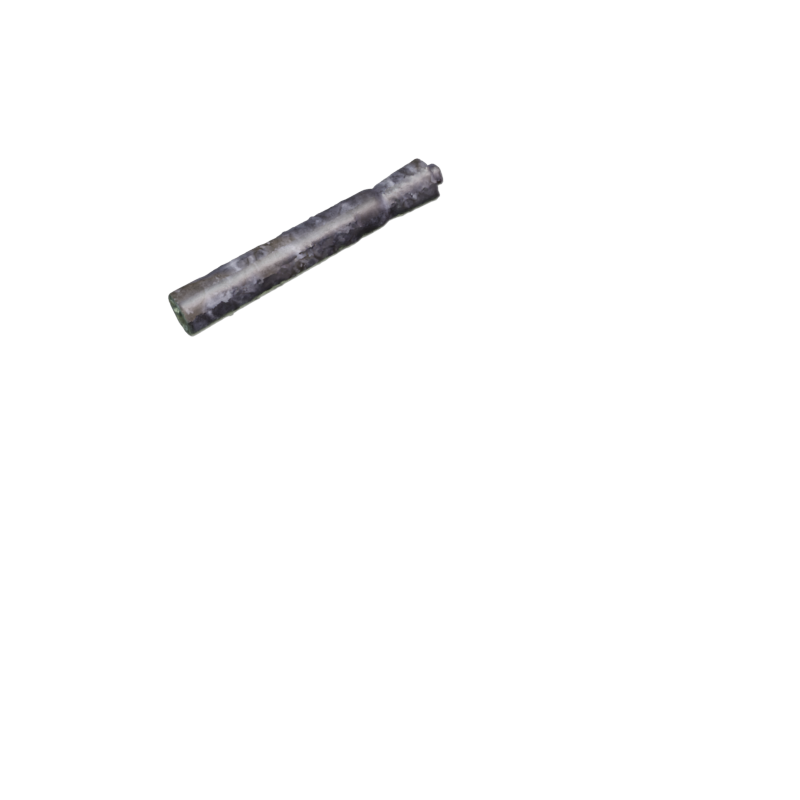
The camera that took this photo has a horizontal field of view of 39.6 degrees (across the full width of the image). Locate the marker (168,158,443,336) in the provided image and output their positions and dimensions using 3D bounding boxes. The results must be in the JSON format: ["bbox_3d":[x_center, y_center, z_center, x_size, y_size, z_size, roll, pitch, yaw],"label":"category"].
[{"bbox_3d":[-0.034,-0.062,0.436,0.121,0.019,0.020,-31,14,-16],"label":"marker"}]
